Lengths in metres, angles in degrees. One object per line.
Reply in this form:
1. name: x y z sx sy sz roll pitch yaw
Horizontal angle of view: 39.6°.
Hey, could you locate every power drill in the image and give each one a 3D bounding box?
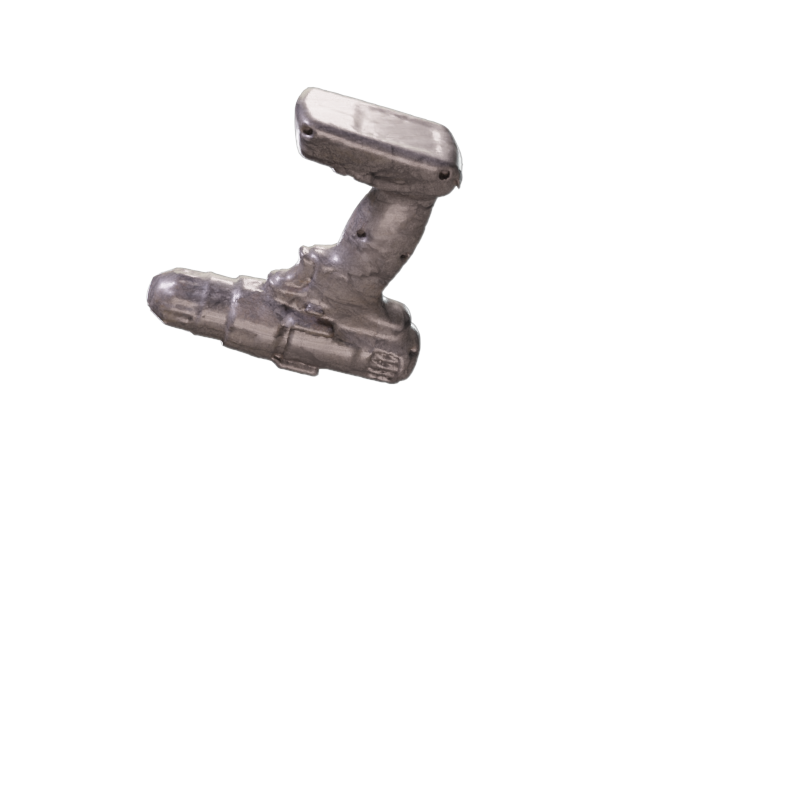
1. power drill: -0.055 -0.100 0.699 0.181 0.179 0.061 14 37 -11
